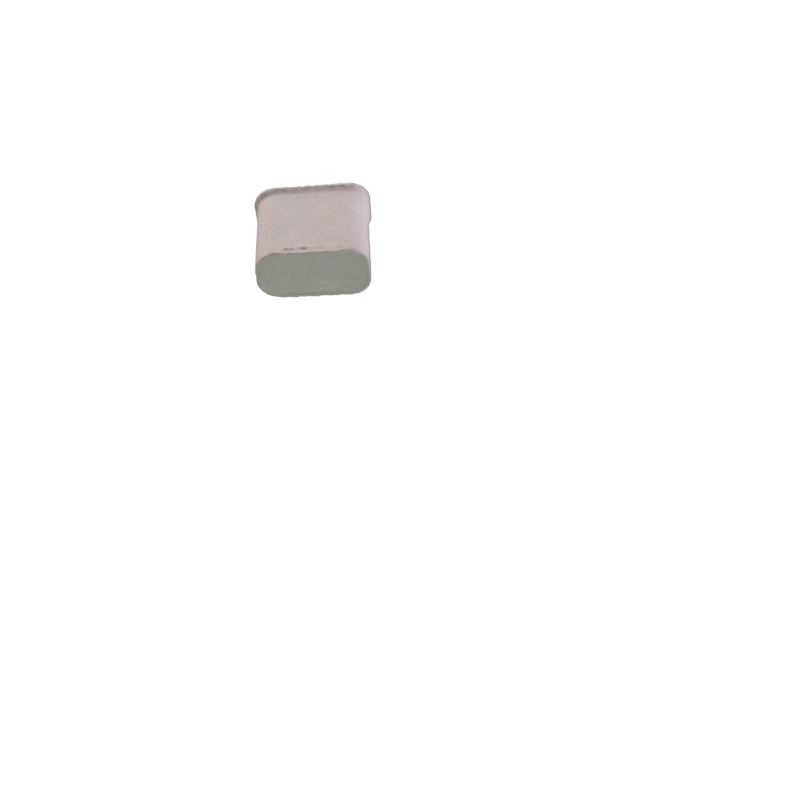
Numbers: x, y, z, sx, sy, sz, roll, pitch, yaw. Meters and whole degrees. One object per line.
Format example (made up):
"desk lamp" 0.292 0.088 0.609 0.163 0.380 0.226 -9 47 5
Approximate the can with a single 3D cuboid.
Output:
"can" -0.074 -0.135 0.947 0.102 0.090 0.053 -4 -43 2
